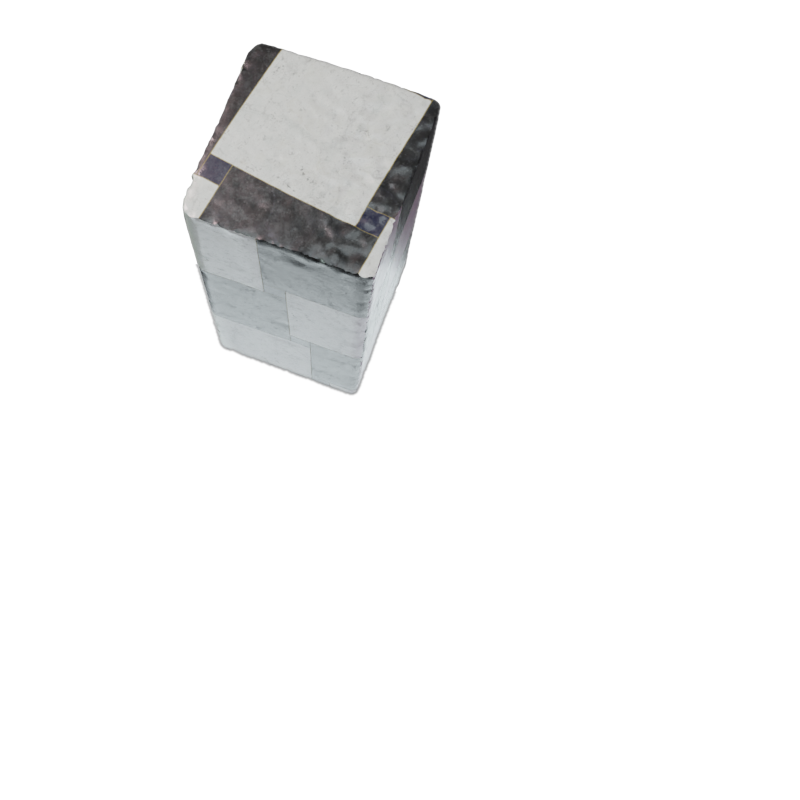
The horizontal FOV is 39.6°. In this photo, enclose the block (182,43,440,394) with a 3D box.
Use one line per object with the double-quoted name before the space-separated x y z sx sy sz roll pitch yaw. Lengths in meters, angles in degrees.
"block" -0.045 -0.082 0.568 0.091 0.093 0.198 20 -15 2
